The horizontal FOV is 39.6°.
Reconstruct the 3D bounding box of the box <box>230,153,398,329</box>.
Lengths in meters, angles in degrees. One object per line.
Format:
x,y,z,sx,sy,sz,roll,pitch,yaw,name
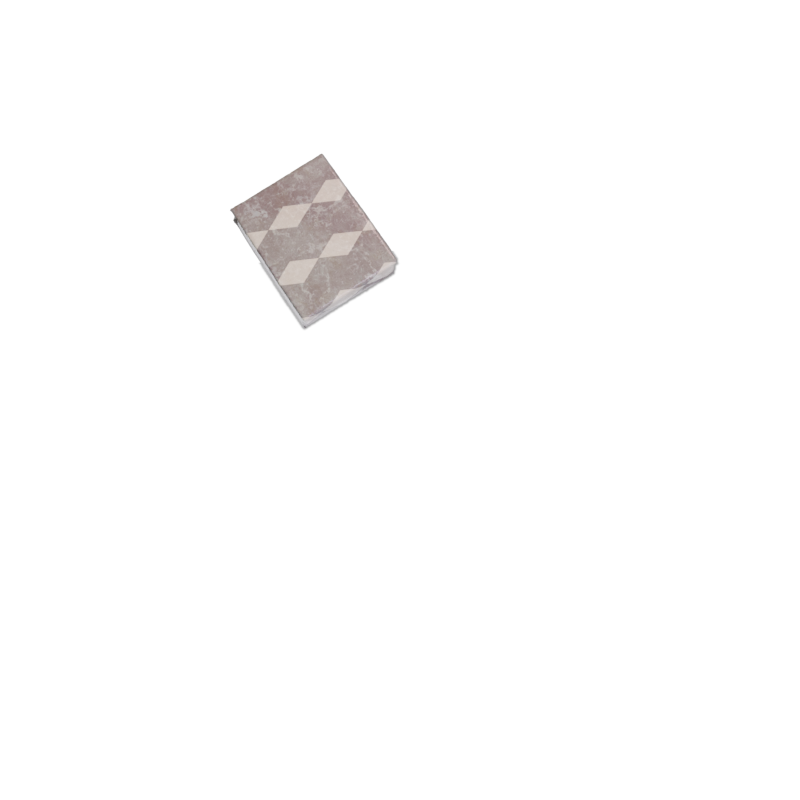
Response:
-0.070,-0.128,0.896,0.090,0.118,0.037,-33,-15,-10,box
